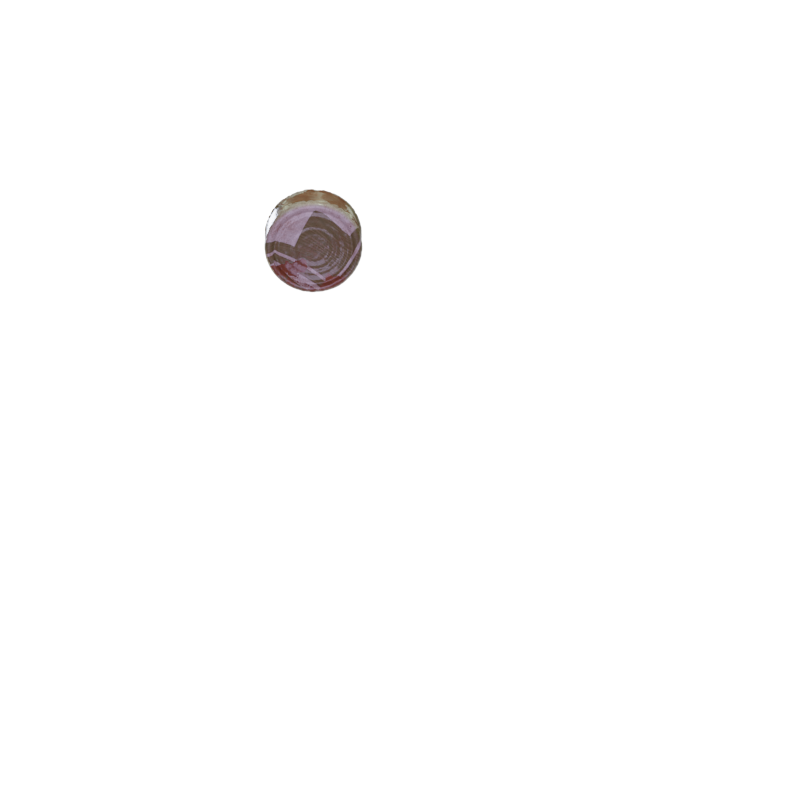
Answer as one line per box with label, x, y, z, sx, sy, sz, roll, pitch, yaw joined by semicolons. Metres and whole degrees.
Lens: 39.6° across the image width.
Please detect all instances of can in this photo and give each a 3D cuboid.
can;-0.076;-0.138;0.968;0.086;0.081;0.035;1;25;-1
